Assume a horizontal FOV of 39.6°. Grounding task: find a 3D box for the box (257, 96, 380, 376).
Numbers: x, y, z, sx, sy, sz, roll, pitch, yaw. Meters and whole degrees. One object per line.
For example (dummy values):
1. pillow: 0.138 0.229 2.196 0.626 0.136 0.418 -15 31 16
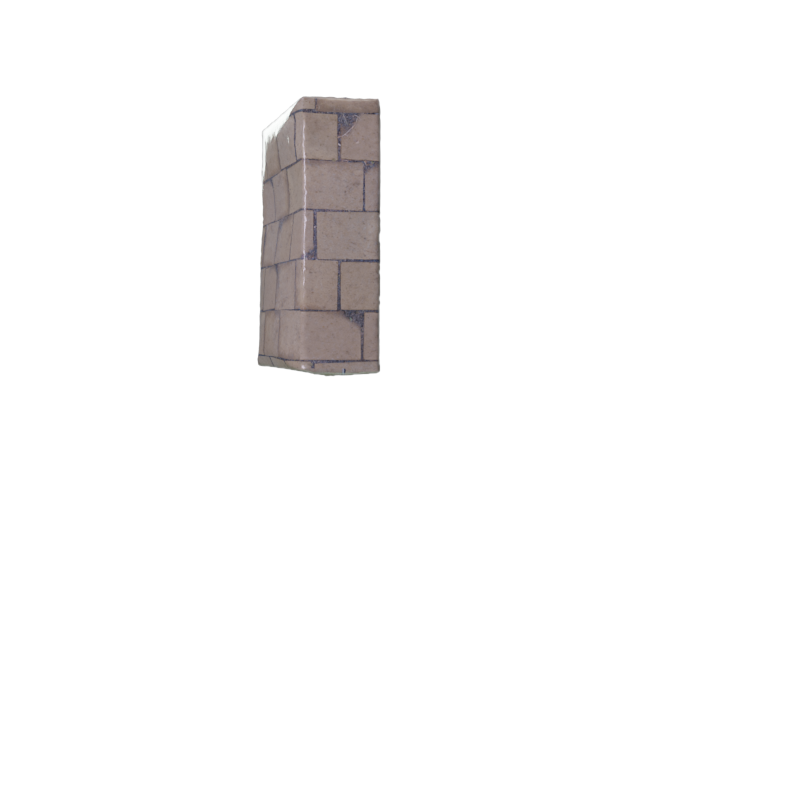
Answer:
1. box: -0.072 -0.131 0.915 0.070 0.215 0.167 1 -1 -18
